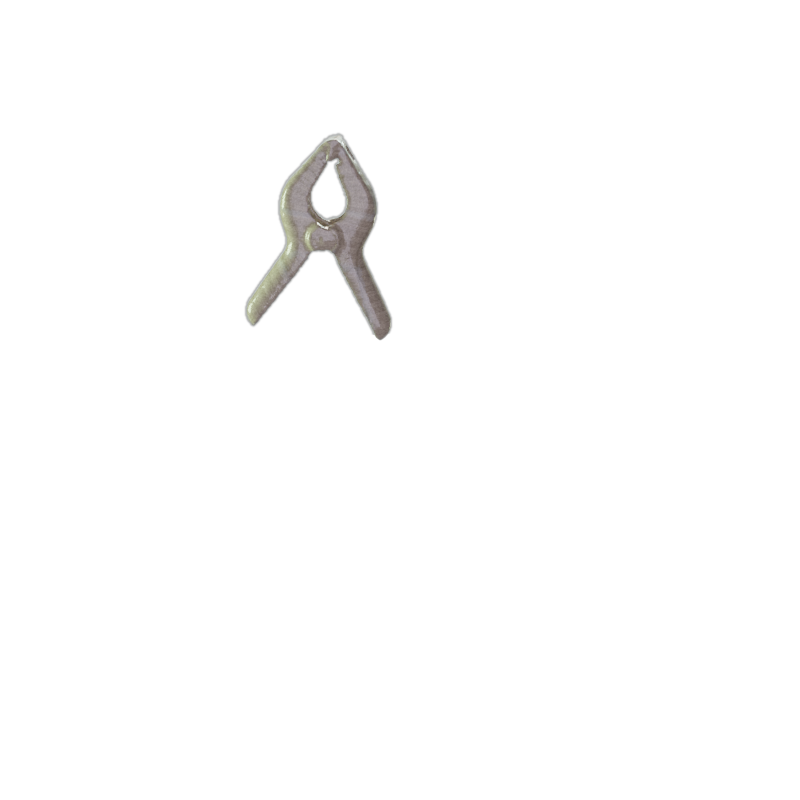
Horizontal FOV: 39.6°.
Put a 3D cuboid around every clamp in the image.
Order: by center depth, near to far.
[{"bbox_3d":[-0.071,-0.129,0.906,0.120,0.166,0.040,-3,12,0],"label":"clamp"}]
